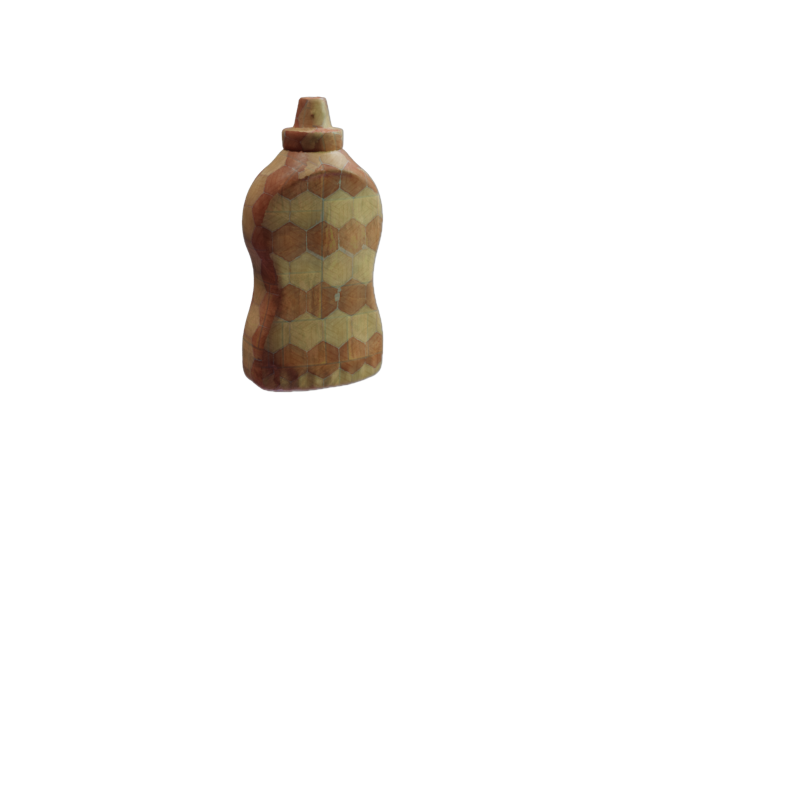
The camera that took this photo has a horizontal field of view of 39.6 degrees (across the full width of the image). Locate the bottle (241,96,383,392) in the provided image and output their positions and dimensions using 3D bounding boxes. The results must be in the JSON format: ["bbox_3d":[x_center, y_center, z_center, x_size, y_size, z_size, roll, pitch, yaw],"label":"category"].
[{"bbox_3d":[-0.058,-0.106,0.742,0.094,0.186,0.061,-5,14,-25],"label":"bottle"}]
